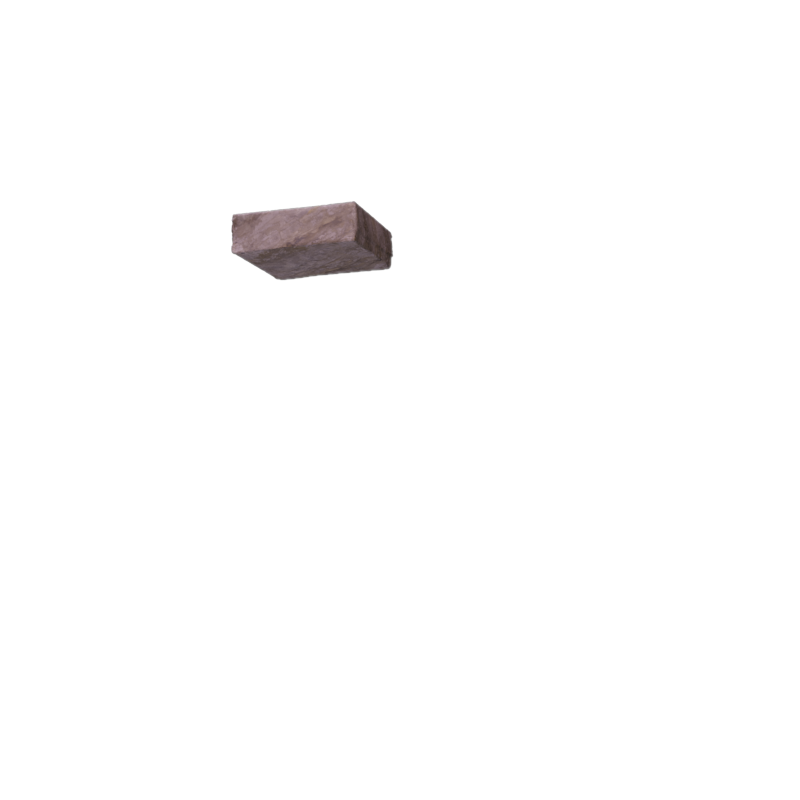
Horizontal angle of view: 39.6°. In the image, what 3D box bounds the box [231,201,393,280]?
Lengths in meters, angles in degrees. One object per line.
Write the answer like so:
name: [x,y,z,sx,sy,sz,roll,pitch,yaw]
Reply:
box: [-0.073,-0.133,0.933,0.116,0.040,0.085,-4,-13,20]
